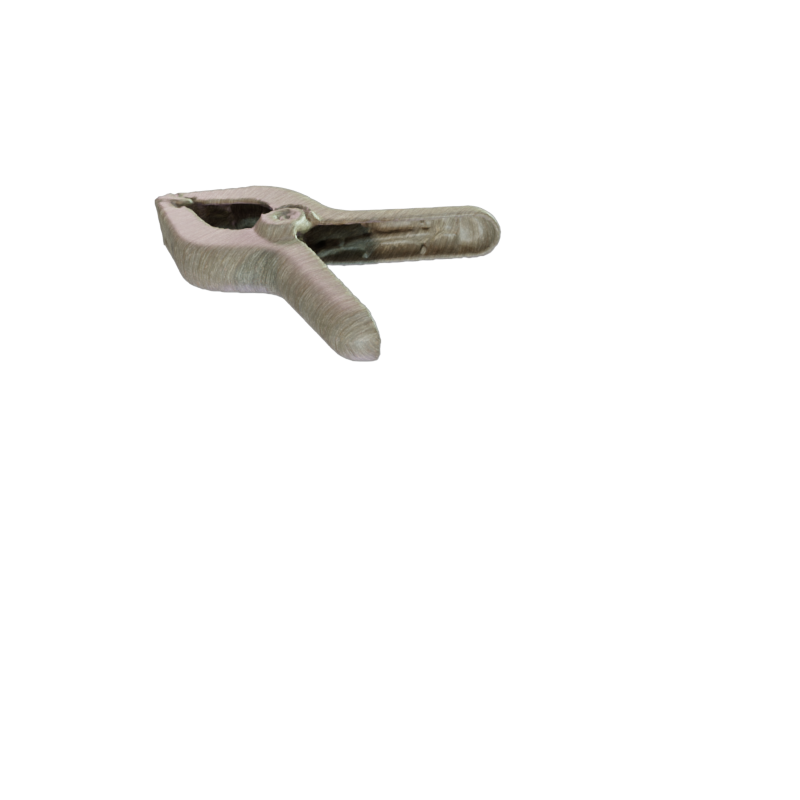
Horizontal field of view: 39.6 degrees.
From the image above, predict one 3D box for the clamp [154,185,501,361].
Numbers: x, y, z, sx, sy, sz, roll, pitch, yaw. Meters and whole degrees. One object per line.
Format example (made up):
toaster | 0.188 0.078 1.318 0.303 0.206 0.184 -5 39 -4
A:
clamp | -0.042 -0.076 0.532 0.182 0.037 0.120 25 39 35
